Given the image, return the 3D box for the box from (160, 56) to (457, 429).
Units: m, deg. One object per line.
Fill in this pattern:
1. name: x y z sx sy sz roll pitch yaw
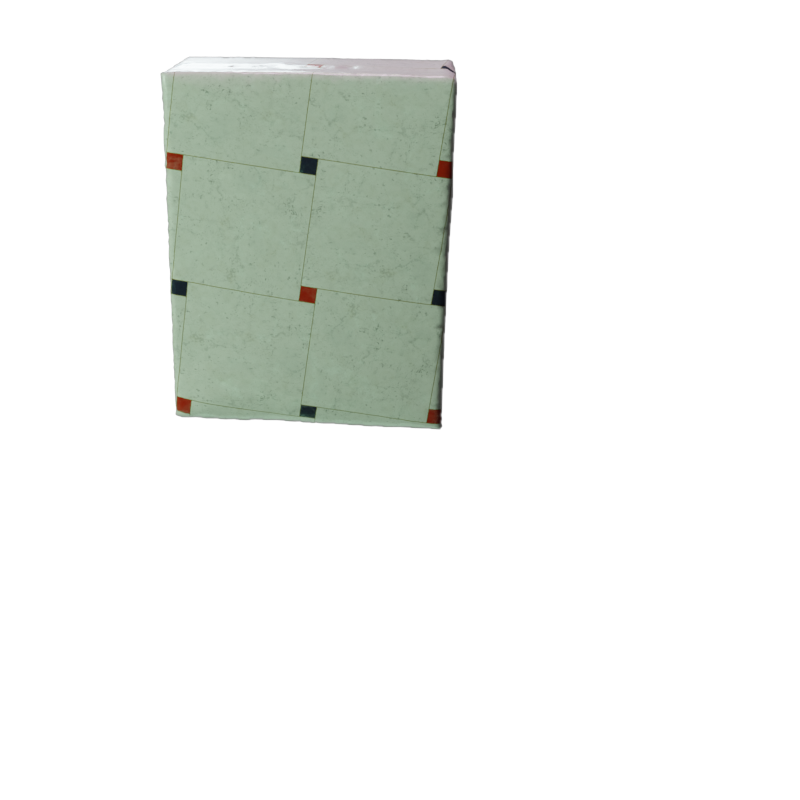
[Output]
1. box: -0.052 -0.095 0.662 0.165 0.205 0.074 3 20 4
